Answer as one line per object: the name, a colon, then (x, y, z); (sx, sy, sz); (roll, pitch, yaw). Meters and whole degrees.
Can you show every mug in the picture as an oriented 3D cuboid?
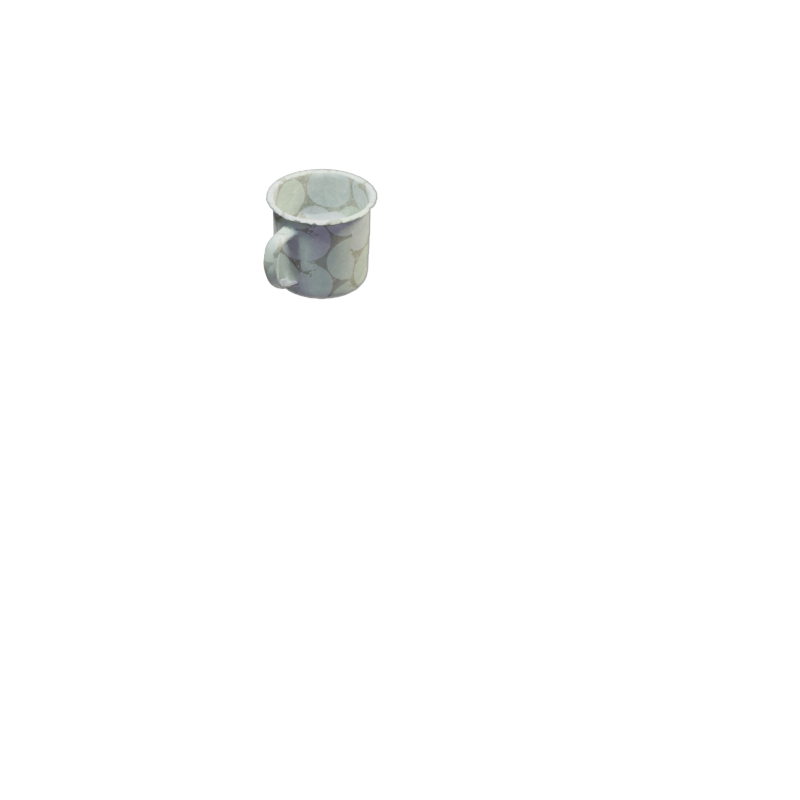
mug: (-0.073, -0.134, 0.938); (0.098, 0.076, 0.119); (22, 41, 26)
